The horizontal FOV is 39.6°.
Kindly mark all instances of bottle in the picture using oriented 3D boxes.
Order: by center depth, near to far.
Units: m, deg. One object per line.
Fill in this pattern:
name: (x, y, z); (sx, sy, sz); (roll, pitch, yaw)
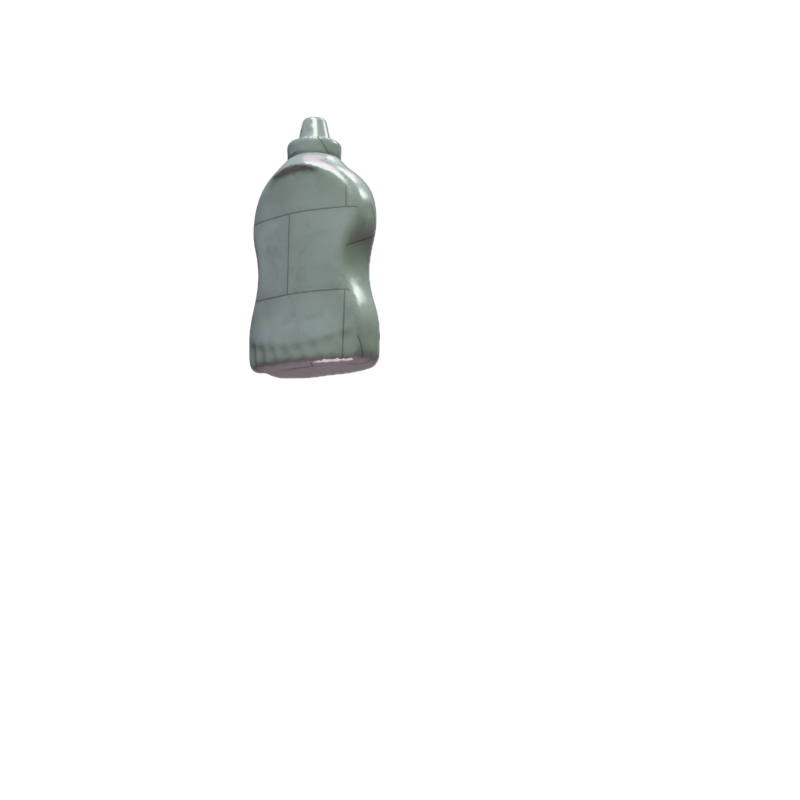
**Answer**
bottle: (-0.063, -0.116, 0.810); (0.098, 0.199, 0.055); (-11, -18, 33)
